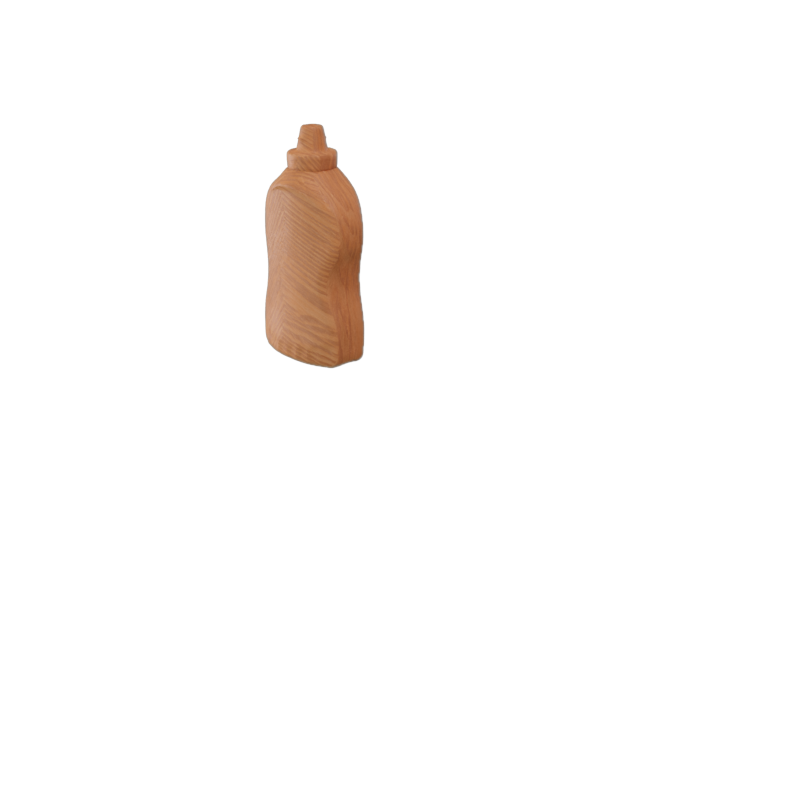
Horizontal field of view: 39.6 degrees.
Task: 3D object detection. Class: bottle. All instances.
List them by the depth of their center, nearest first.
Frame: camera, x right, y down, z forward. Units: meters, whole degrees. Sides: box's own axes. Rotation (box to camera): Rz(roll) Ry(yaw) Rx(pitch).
[{"bbox_3d":[-0.071,-0.129,0.904,0.057,0.185,0.102,-12,22,-39],"label":"bottle"}]
